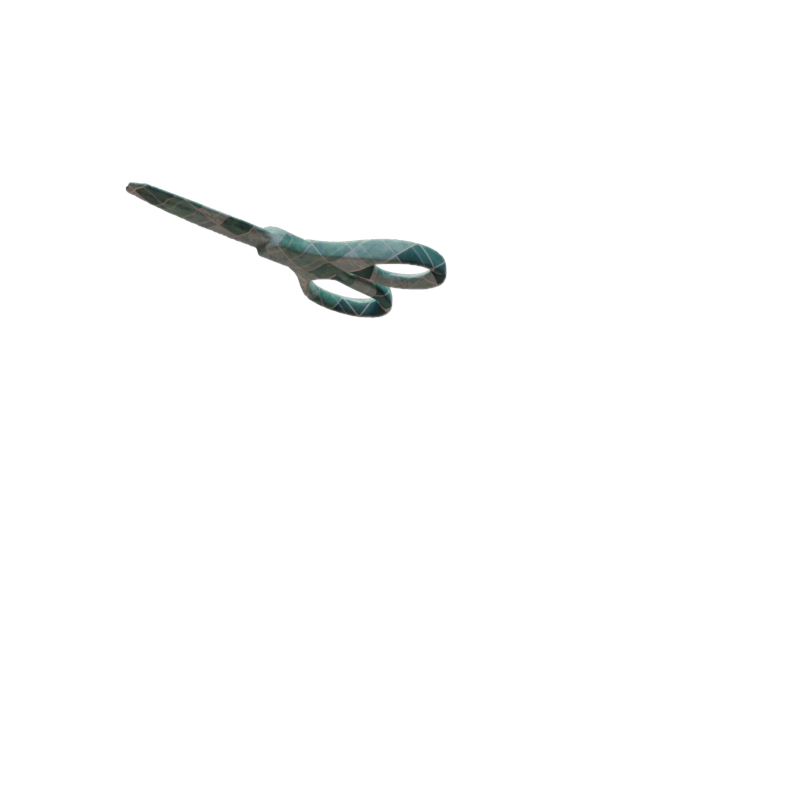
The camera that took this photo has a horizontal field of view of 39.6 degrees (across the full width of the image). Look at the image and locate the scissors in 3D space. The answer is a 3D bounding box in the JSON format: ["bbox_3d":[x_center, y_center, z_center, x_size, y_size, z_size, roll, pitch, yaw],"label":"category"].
[{"bbox_3d":[-0.047,-0.086,0.600,0.098,0.017,0.188,-10,-21,28],"label":"scissors"}]
